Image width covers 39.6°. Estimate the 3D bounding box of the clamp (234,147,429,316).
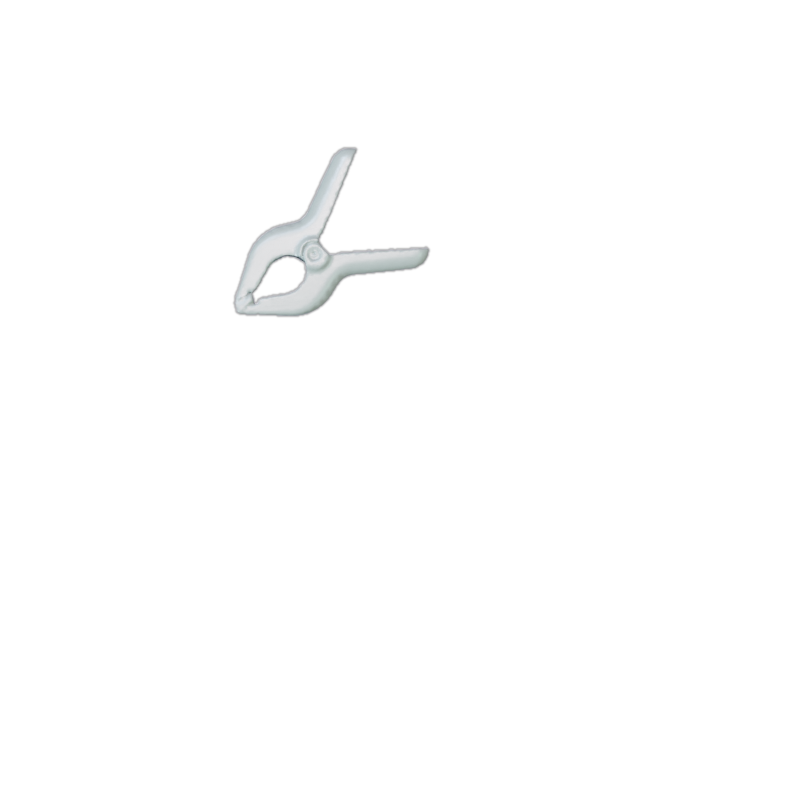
[{"bbox_3d":[-0.075,-0.136,0.955,0.171,0.124,0.038,-27,-10,-6],"label":"clamp"}]
